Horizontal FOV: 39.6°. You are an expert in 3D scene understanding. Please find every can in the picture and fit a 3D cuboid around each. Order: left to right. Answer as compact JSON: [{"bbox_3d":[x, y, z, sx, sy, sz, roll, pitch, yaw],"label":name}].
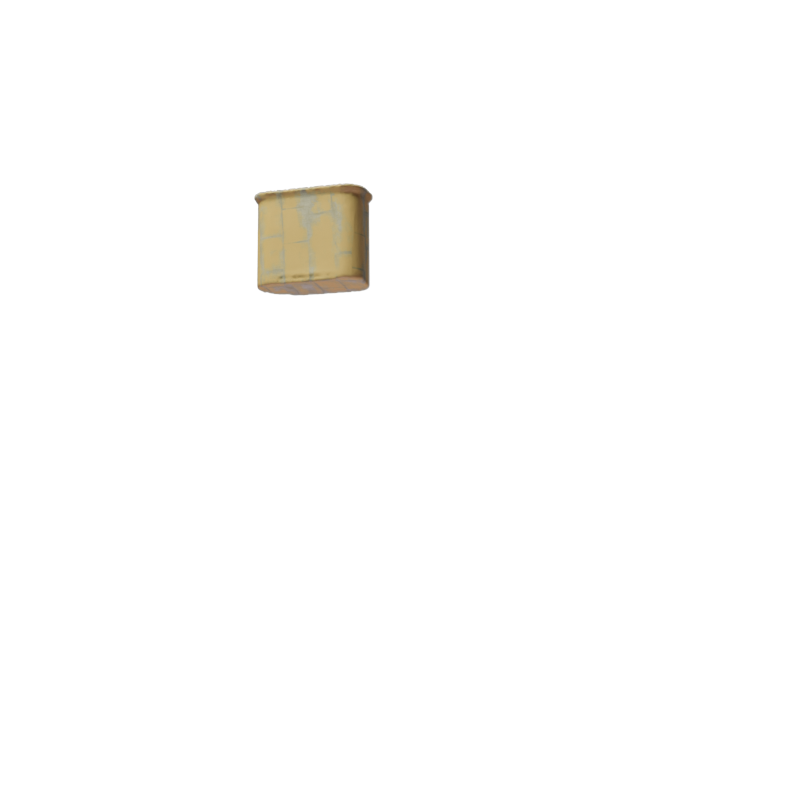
[{"bbox_3d":[-0.076,-0.138,0.969,0.104,0.087,0.055,-4,-13,17],"label":"can"}]
